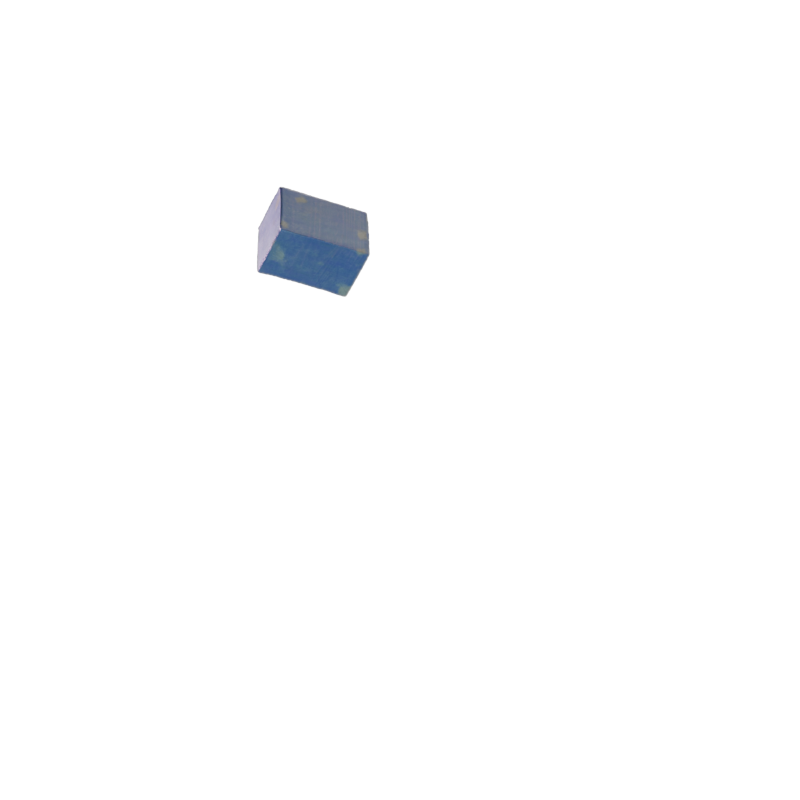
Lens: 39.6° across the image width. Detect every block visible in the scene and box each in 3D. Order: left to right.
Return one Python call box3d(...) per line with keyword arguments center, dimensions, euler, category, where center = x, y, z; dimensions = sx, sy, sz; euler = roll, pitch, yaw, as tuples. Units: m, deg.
box3d(center=(-0.069, -0.126, 0.885), dimensions=(0.075, 0.055, 0.051), euler=(16, -46, -18), category="block")
